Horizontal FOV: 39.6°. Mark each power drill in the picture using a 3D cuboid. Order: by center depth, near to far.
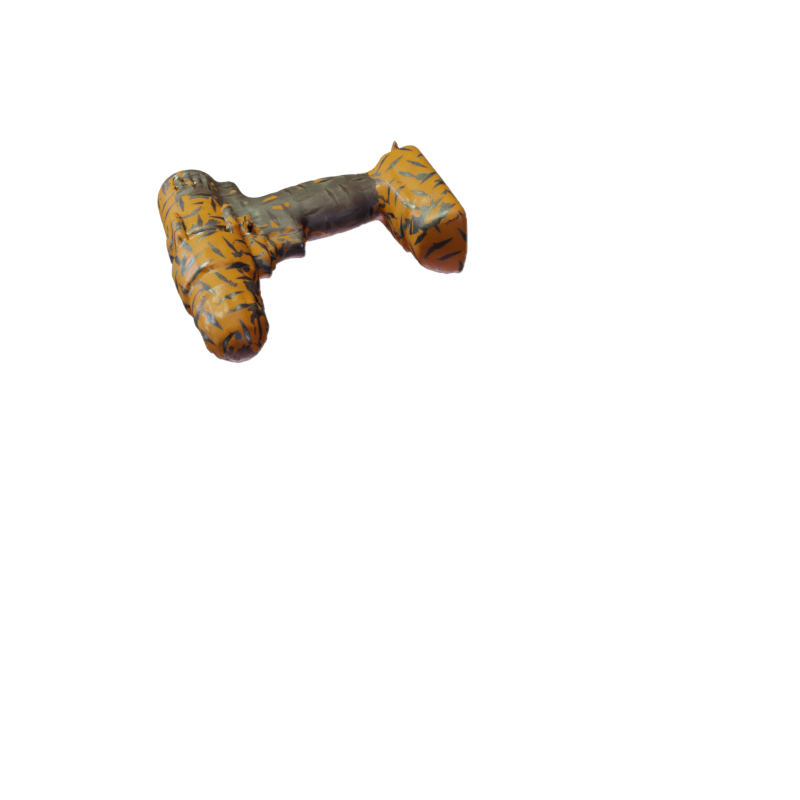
[{"bbox_3d":[-0.056,-0.102,0.716,0.185,0.054,0.200,-11,42,-14],"label":"power drill"}]
